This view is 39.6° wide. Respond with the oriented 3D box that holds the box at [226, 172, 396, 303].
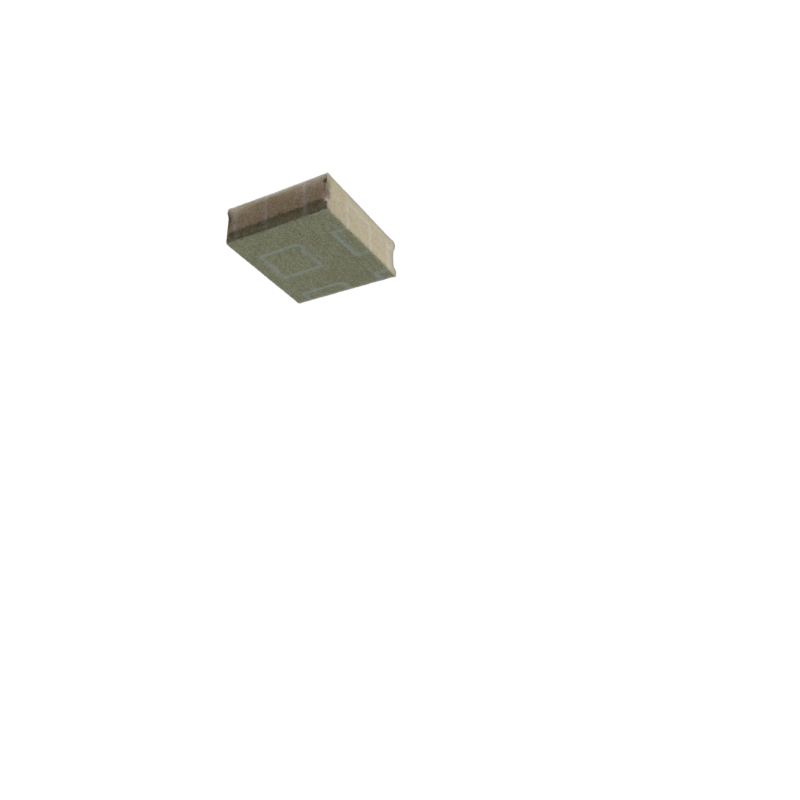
[{"bbox_3d":[-0.054,-0.099,0.694,0.074,0.032,0.083,-15,-31,26],"label":"box"}]
